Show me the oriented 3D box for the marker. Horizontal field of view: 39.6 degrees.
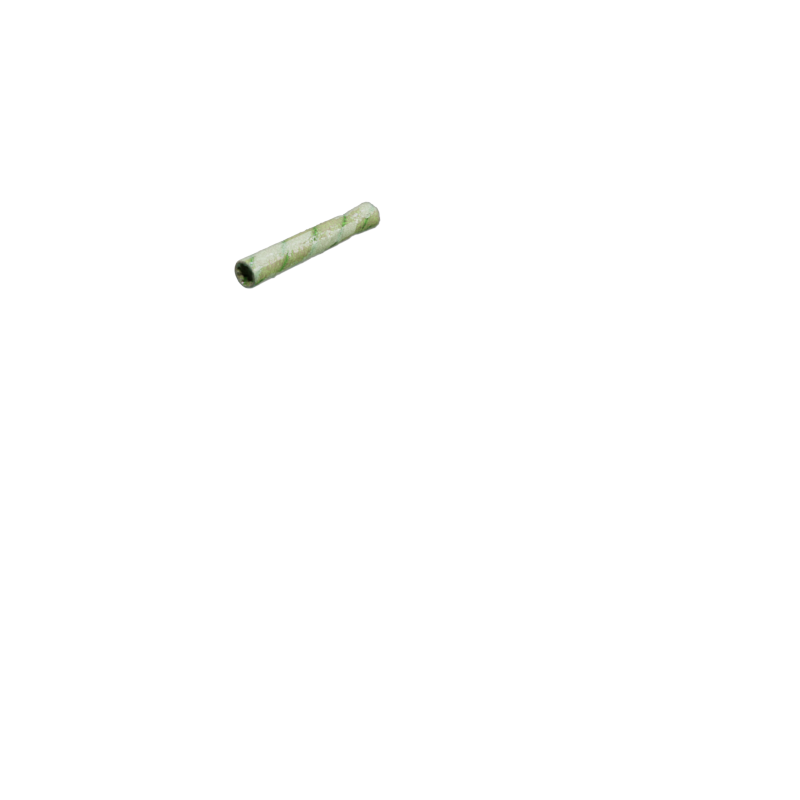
[{"bbox_3d":[-0.055,-0.101,0.704,0.021,0.019,0.121,4,27,43],"label":"marker"}]
